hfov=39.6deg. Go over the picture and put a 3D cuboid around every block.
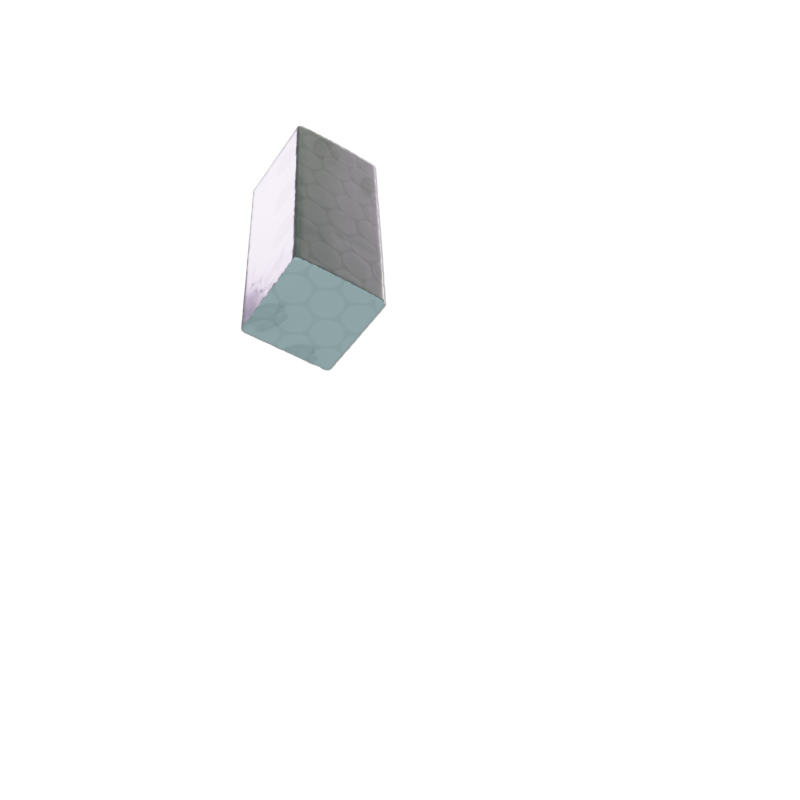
[{"bbox_3d":[-0.076,-0.140,0.979,0.086,0.088,0.221,25,34,-23],"label":"block"}]
